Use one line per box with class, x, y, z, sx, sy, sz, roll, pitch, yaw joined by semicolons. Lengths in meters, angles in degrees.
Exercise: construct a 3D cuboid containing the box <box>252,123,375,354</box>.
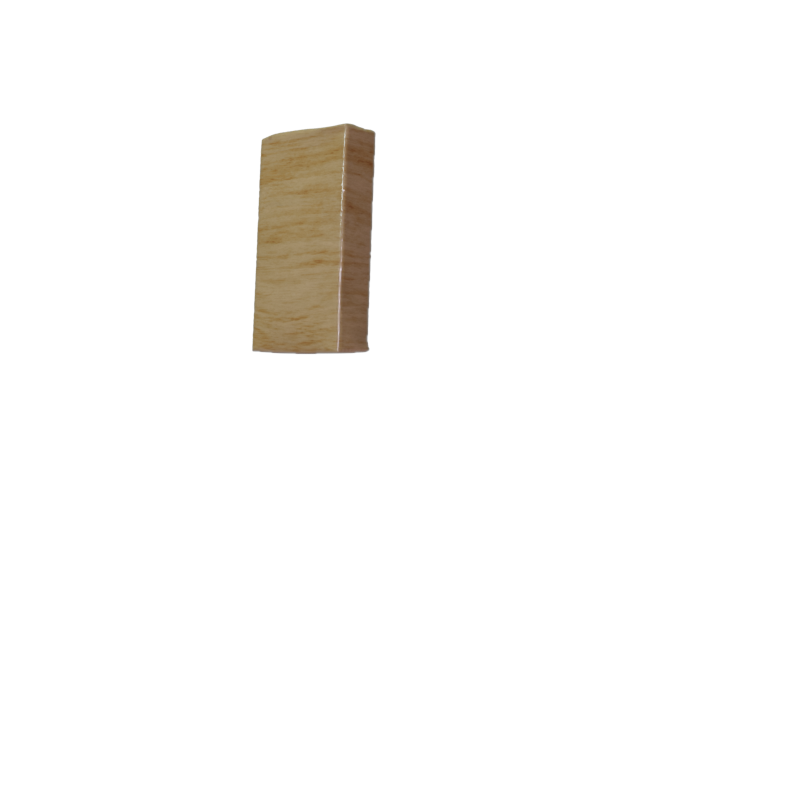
box;-0.069;-0.125;0.876;0.096;0.178;0.046;-3;-6;38
